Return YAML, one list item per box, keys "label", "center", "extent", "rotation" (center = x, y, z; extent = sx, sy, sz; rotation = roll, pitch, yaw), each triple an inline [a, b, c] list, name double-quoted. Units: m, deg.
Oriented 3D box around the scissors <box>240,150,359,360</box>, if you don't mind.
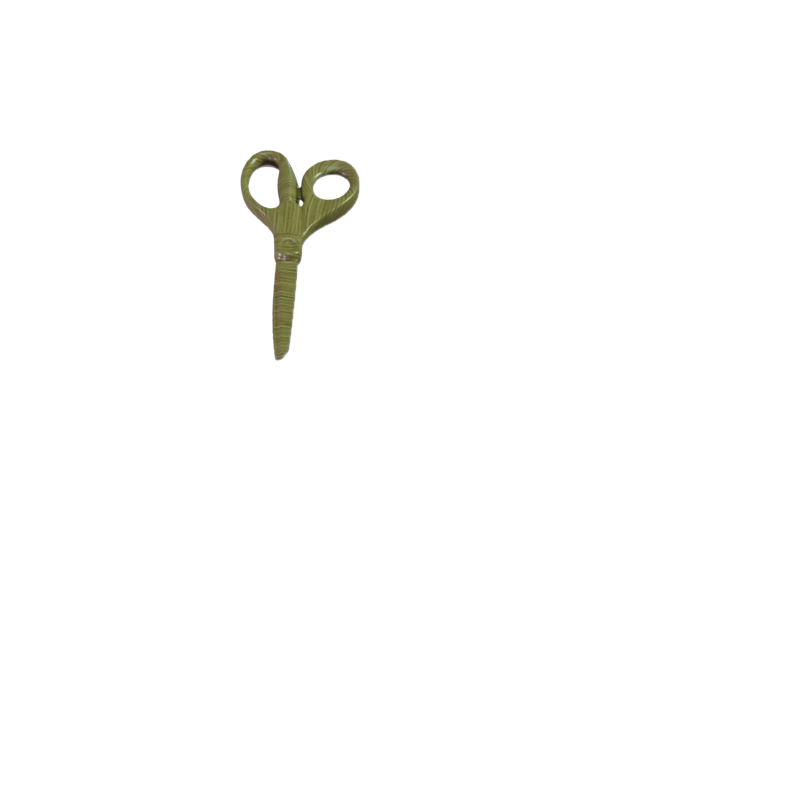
- label: "scissors"
  center: [-0.060, -0.110, 0.770]
  extent: [0.095, 0.218, 0.015]
  rotation: [-11, -42, -10]
